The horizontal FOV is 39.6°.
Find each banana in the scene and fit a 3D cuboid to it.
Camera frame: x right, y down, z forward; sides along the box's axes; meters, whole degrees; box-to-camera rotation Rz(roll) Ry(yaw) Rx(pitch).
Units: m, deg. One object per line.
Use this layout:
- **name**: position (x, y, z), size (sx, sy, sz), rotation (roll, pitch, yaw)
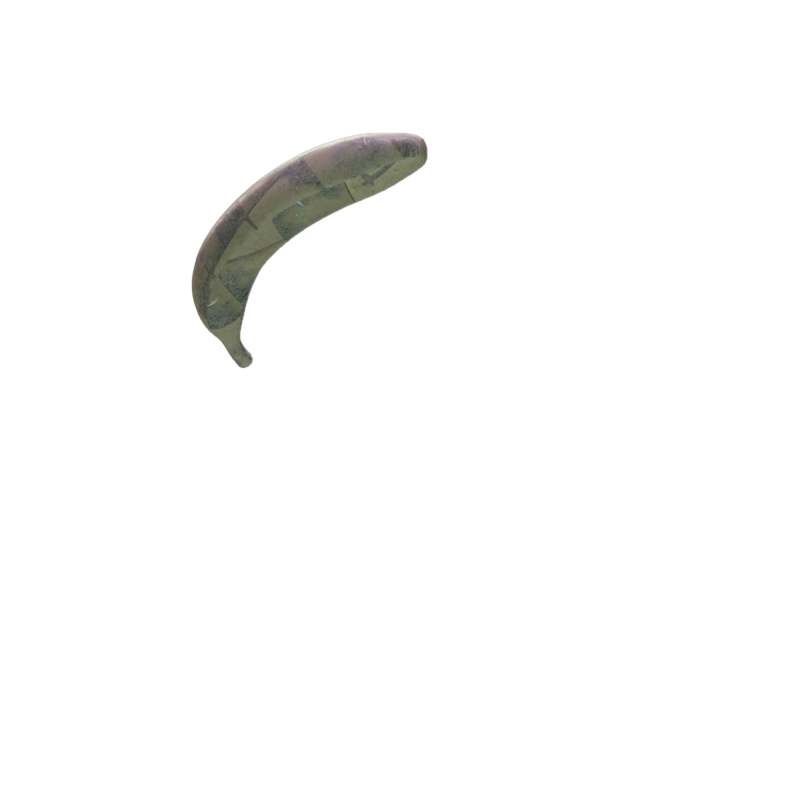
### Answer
- **banana**: position (-0.067, -0.095, 0.630), size (0.066, 0.039, 0.193), rotation (26, -49, -26)
